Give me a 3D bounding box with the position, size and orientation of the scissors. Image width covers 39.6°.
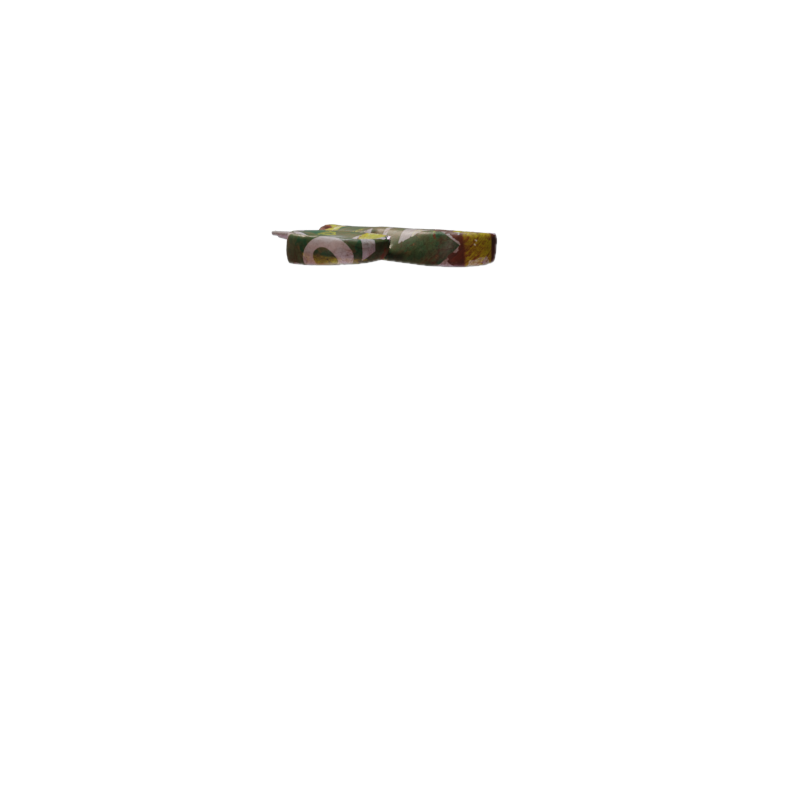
[{"bbox_3d":[-0.041,-0.075,0.525,0.093,0.015,0.211,-8,12,-37],"label":"scissors"}]
